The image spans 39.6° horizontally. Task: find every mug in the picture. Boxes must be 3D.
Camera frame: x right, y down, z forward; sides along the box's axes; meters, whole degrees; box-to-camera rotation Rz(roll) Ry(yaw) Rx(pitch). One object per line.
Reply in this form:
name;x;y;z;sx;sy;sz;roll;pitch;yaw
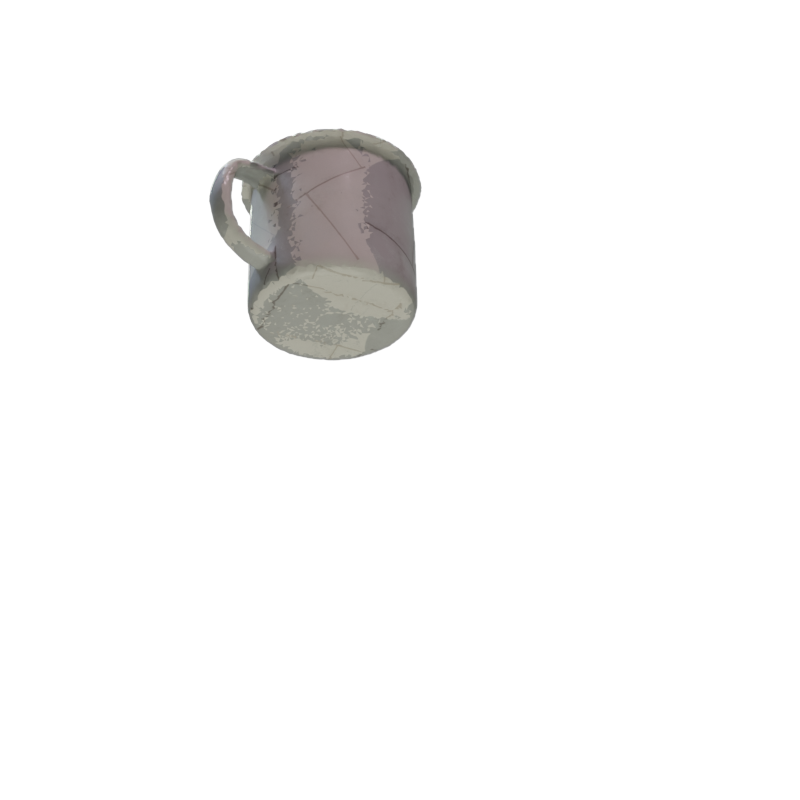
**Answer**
mug;-0.043;-0.078;0.544;0.110;0.087;0.093;27;-43;-34
